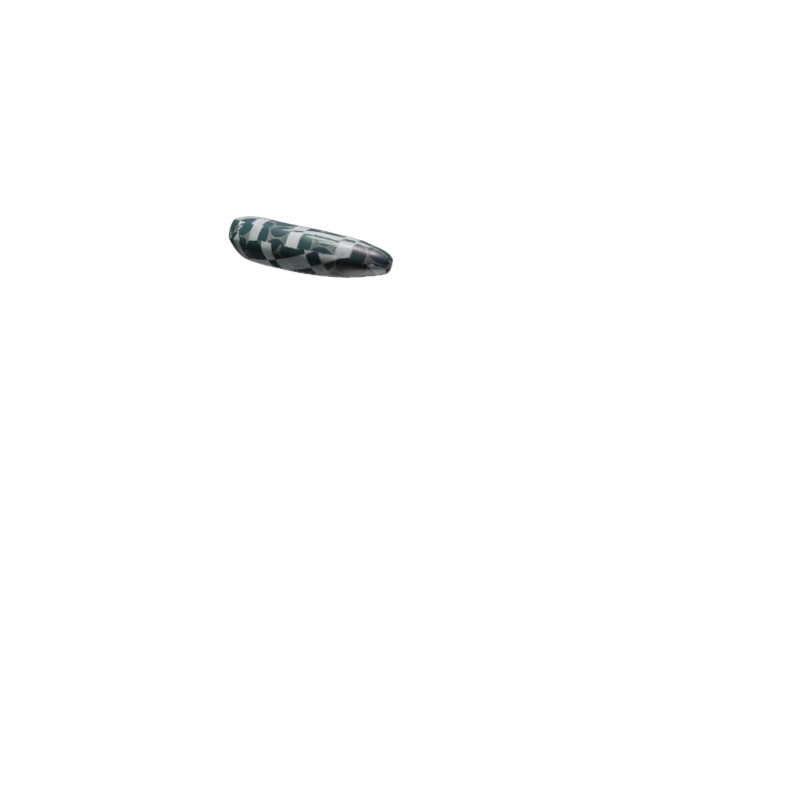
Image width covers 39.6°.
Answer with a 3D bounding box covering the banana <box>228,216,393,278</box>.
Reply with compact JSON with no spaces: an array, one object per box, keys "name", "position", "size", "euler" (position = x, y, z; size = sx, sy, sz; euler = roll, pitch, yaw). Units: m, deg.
[{"name":"banana","position":[-0.089,-0.129,0.910],"size":[0.068,0.036,0.209],"euler":[-11,20,-33]}]
